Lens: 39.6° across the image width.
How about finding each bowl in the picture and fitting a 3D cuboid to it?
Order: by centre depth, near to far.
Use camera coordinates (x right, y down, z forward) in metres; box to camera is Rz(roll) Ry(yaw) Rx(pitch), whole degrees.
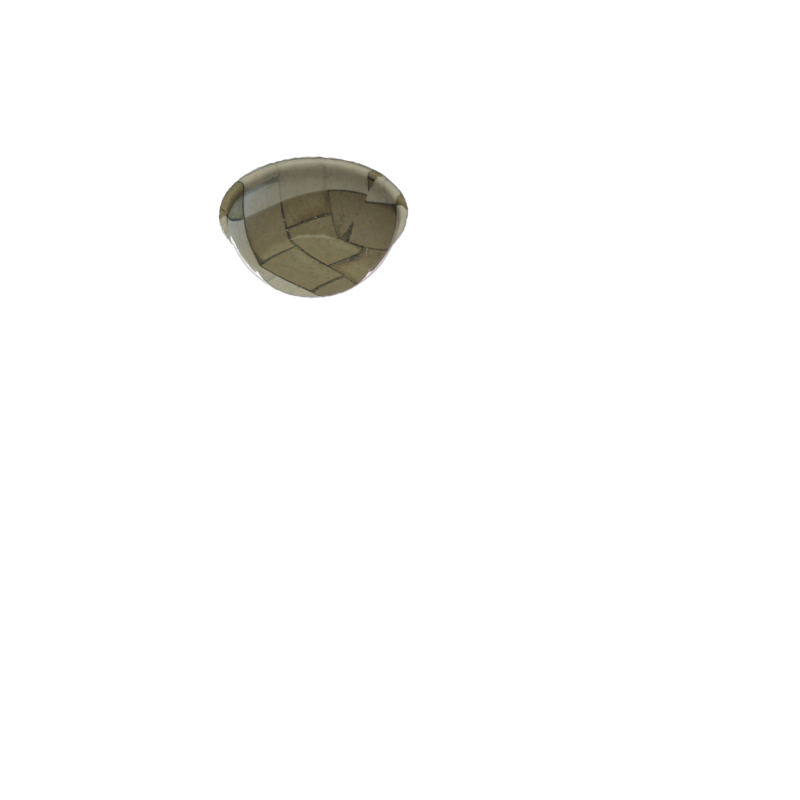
[{"bbox_3d":[-0.073,-0.133,0.932,0.162,0.059,0.152,1,-30,-2],"label":"bowl"}]
